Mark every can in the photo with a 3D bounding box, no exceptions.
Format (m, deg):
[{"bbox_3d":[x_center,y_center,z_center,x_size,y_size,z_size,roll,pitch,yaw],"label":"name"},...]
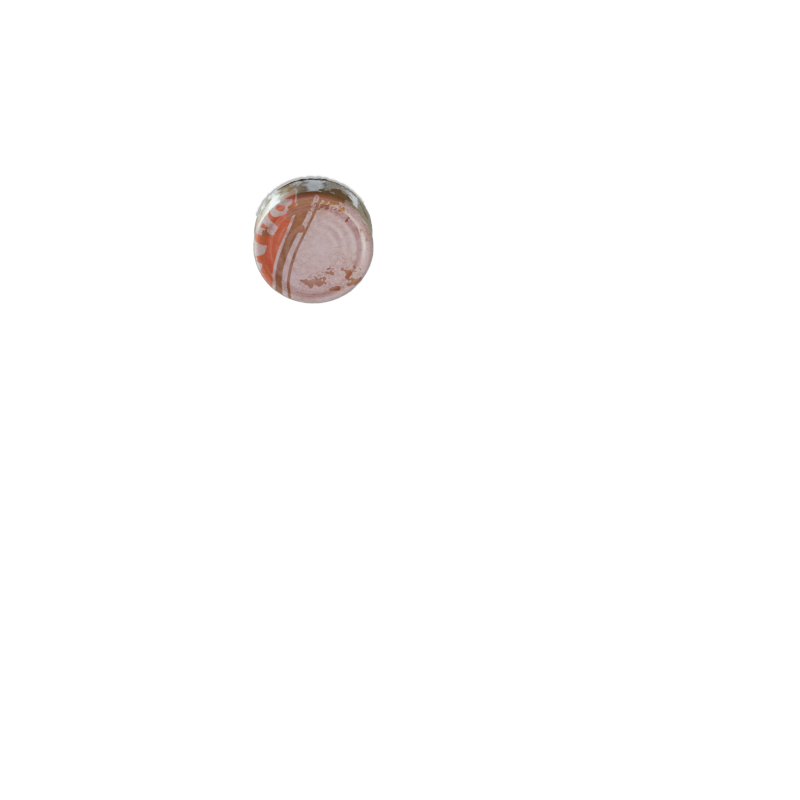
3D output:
[{"bbox_3d":[-0.062,-0.112,0.787,0.086,0.082,0.035,1,24,-1],"label":"can"}]
